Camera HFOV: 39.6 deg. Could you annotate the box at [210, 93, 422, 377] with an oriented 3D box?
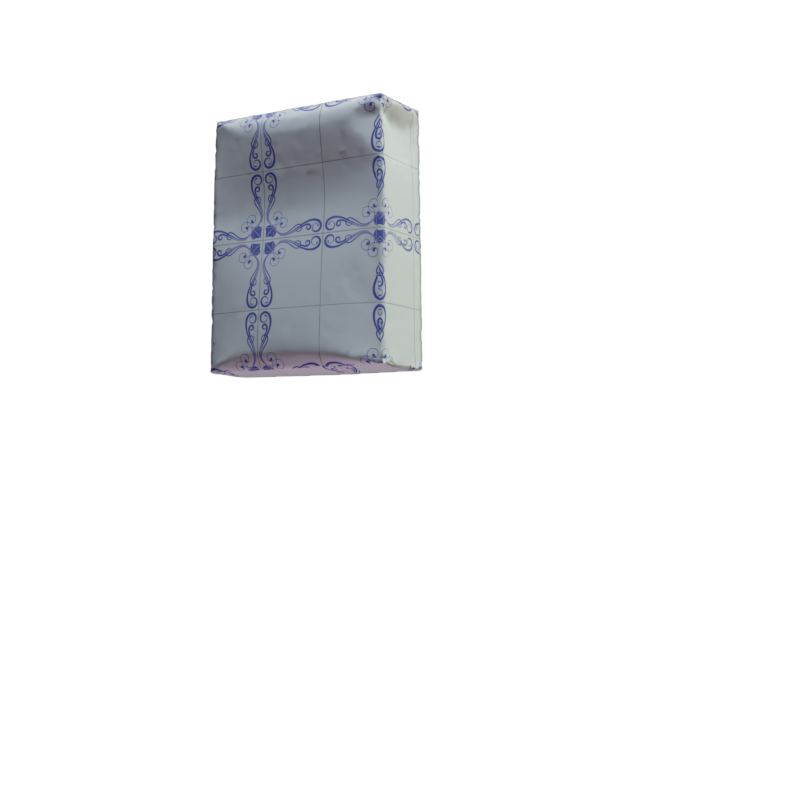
[{"bbox_3d":[-0.070,-0.128,0.896,0.169,0.219,0.068,-4,-9,30],"label":"box"}]
